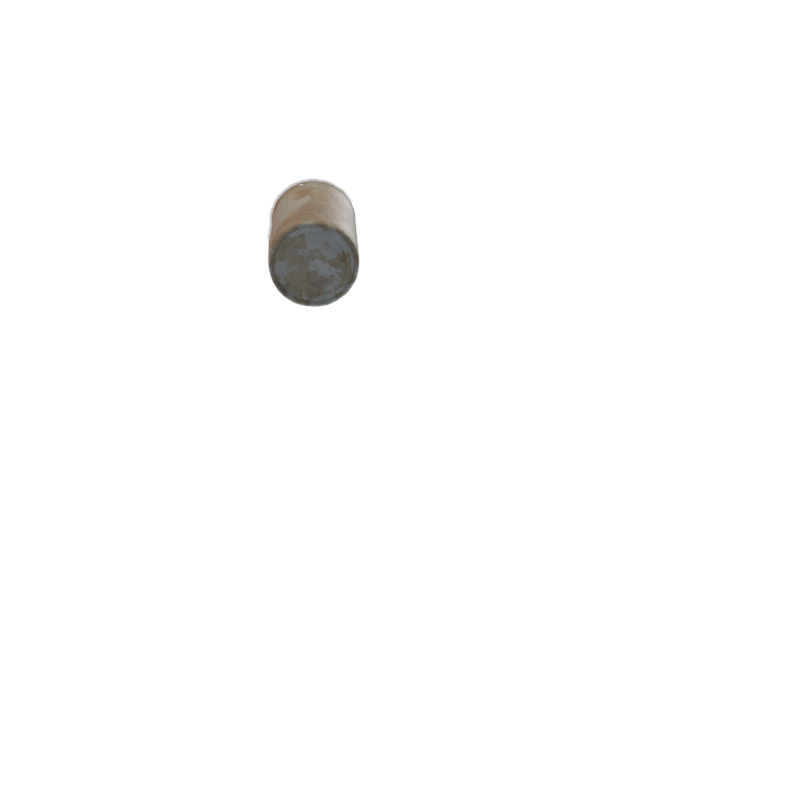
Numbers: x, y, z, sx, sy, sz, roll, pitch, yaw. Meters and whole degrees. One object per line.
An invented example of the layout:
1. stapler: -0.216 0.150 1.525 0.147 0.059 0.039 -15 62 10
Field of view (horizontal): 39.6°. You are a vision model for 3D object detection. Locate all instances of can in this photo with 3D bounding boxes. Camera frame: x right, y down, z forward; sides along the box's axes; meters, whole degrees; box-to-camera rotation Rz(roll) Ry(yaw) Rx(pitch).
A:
1. can: -0.066 -0.120 0.843 0.068 0.065 0.108 0 25 -3
